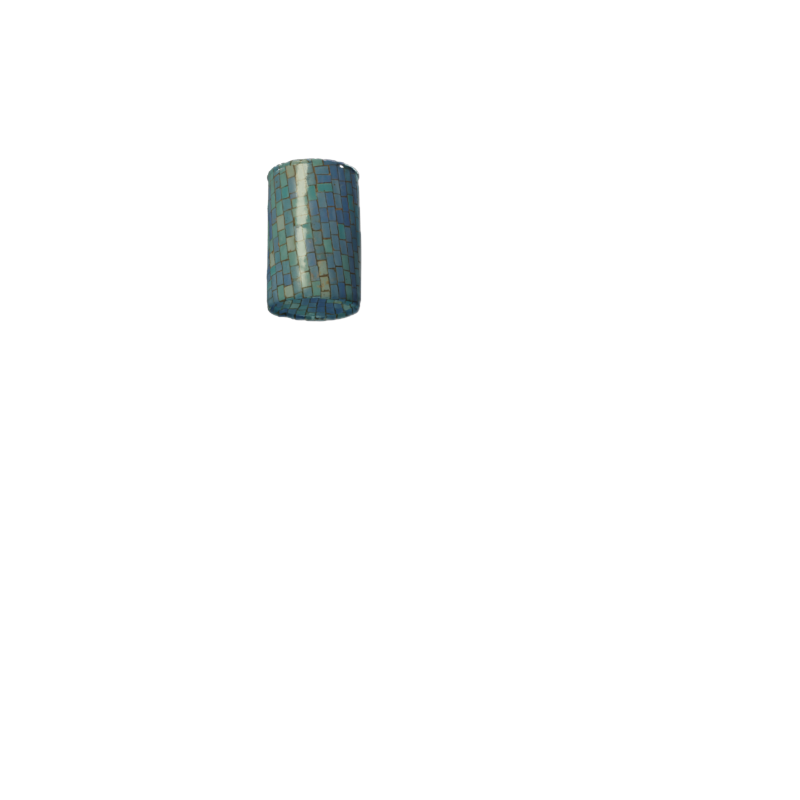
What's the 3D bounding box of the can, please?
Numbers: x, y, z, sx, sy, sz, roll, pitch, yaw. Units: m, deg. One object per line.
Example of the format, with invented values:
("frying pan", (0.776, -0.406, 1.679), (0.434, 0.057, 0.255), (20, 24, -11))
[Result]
("can", (-0.062, -0.114, 0.796), (0.068, 0.106, 0.066), (0, -16, -2))
